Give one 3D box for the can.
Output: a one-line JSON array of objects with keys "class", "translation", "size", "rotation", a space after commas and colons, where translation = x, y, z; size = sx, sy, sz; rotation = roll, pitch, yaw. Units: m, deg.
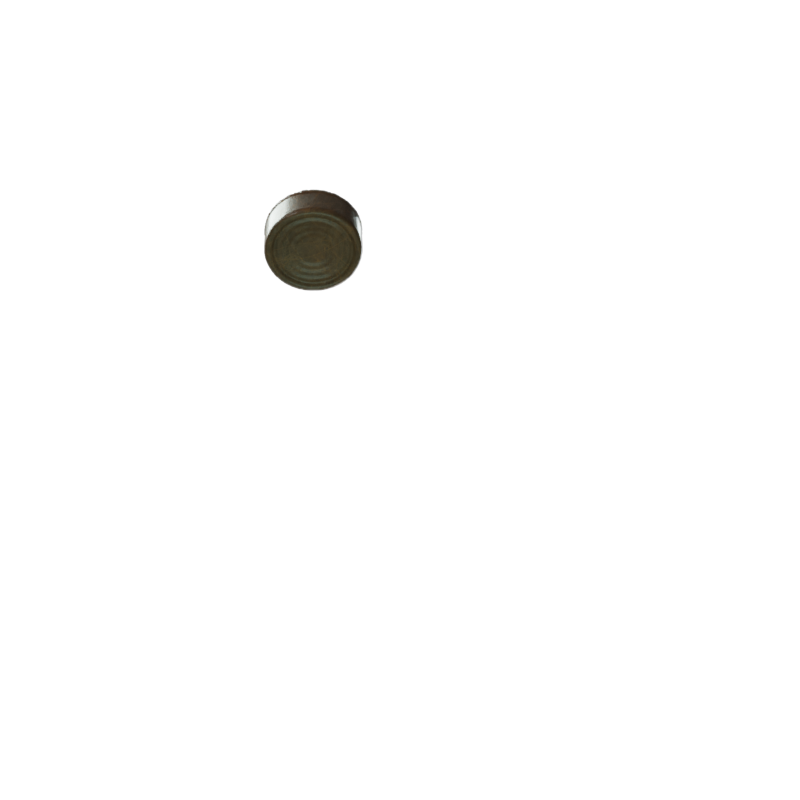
[{"class": "can", "translation": [-0.075, -0.137, 0.958], "size": [0.086, 0.080, 0.036], "rotation": [1, 37, -1]}]
